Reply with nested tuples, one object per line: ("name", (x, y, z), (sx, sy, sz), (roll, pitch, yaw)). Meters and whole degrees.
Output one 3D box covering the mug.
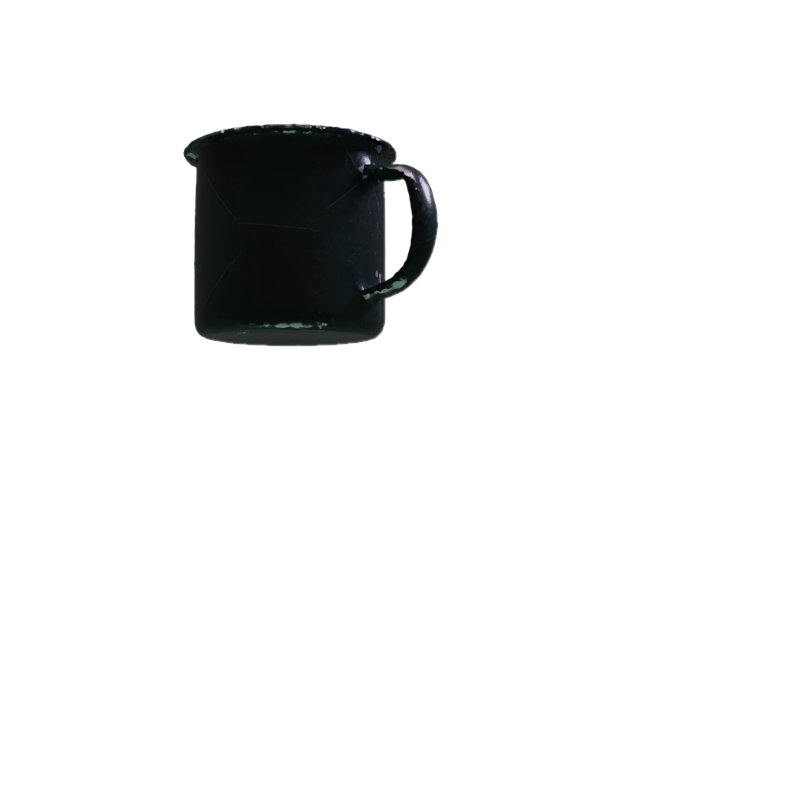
("mug", (-0.037, -0.067, 0.471), (0.120, 0.083, 0.089), (-3, -7, 31))
